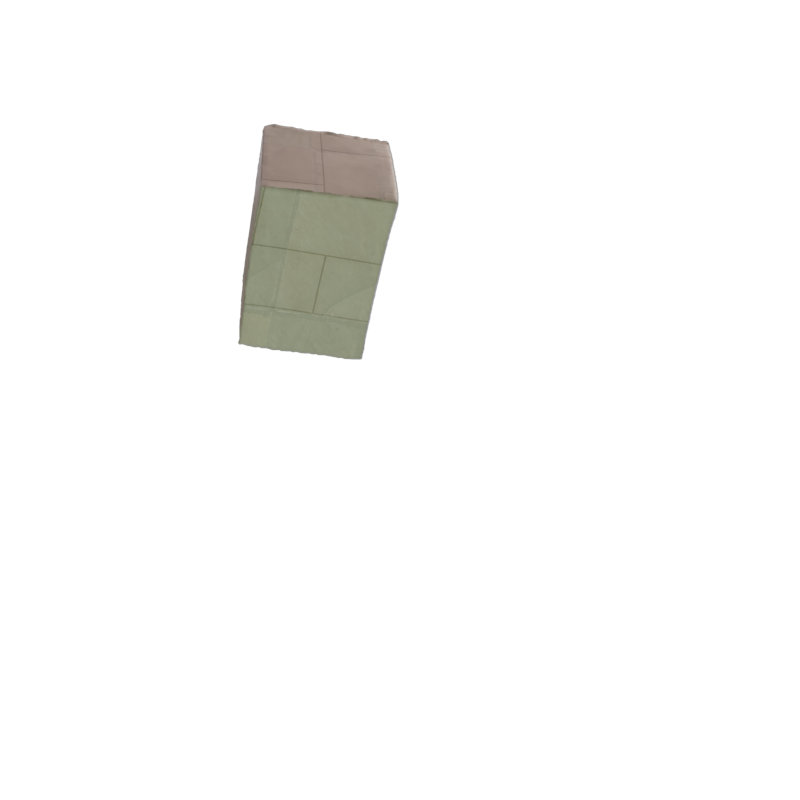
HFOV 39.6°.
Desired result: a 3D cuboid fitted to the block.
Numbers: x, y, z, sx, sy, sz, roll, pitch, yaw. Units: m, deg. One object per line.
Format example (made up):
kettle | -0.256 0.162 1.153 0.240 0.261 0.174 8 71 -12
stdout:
block | -0.035 -0.063 0.444 0.052 0.074 0.055 8 37 -8
